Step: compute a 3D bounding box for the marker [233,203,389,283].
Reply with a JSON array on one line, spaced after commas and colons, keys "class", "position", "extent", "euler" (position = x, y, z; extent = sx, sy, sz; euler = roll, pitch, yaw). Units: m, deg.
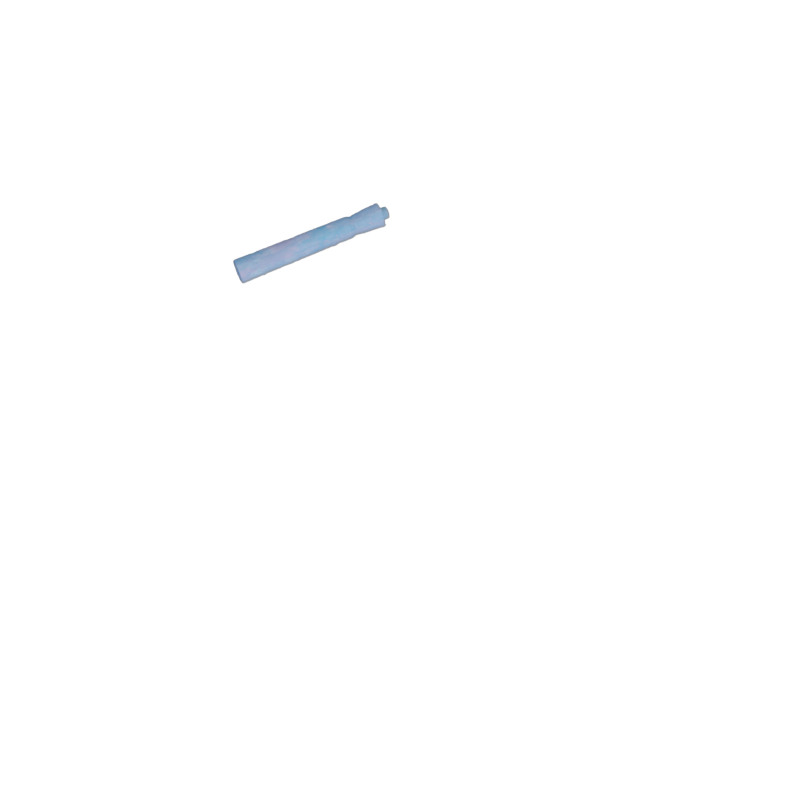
[{"class": "marker", "position": [-0.064, -0.117, 0.819], "extent": [0.120, 0.019, 0.020], "euler": [-23, 8, -9]}]
